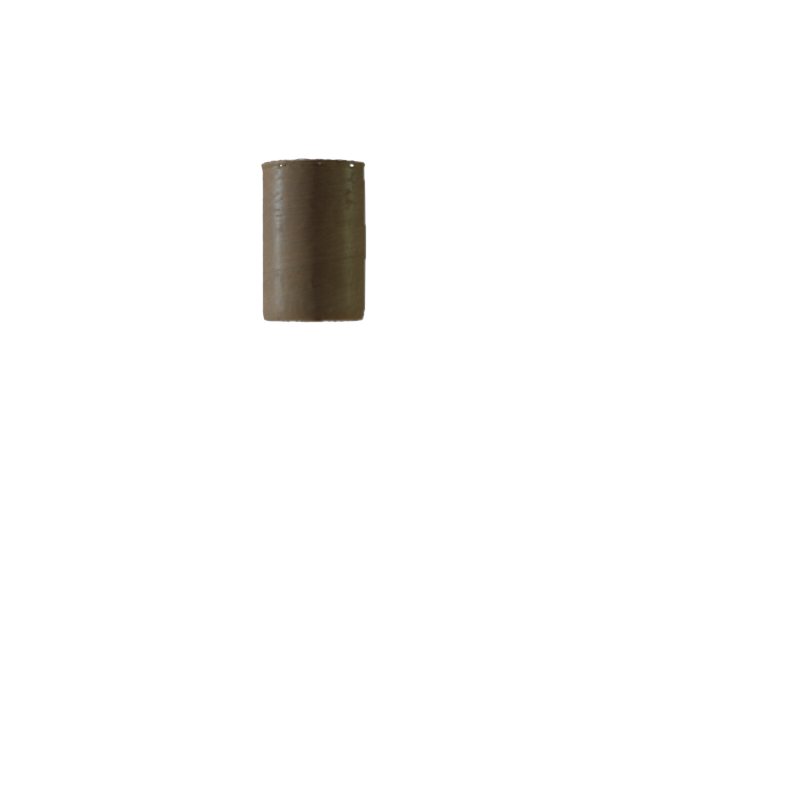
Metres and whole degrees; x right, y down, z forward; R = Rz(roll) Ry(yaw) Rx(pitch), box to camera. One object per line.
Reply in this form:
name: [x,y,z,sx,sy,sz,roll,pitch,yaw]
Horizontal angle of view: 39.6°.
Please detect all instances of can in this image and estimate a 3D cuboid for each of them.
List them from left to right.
can: [-0.056,-0.103,0.722,0.068,0.102,0.069,0,1,-2]
